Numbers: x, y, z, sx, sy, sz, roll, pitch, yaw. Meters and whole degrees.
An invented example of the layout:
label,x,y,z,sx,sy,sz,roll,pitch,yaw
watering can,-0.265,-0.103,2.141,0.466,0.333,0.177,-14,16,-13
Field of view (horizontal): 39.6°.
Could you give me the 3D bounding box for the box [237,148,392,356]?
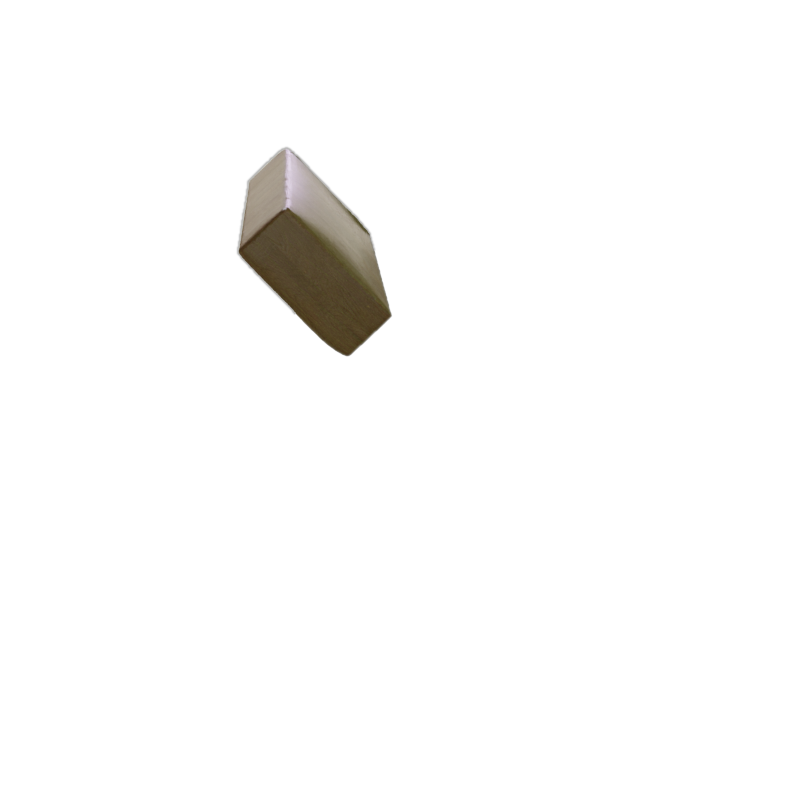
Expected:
label,x,y,z,sx,sy,sz,roll,pitch,yaw
box,-0.056,-0.102,0.716,0.048,0.089,0.185,-41,20,14
